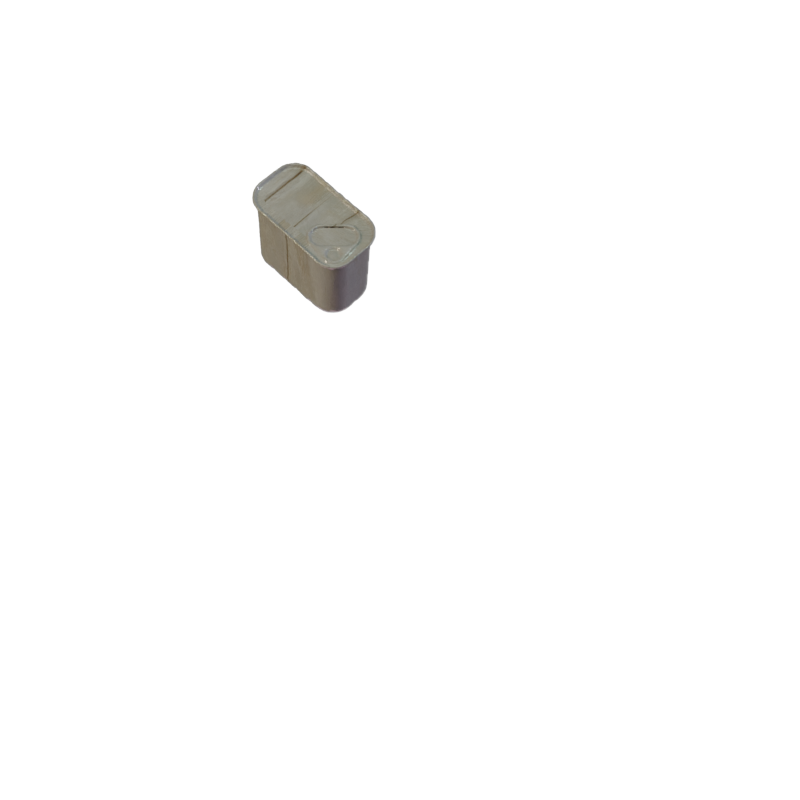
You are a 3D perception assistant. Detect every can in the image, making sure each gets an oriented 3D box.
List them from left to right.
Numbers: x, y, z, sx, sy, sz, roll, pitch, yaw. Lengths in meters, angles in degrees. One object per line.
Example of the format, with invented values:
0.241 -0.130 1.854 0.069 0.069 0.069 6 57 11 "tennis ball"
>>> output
-0.070 -0.128 0.895 0.058 0.107 0.079 -40 -20 -21 "can"
